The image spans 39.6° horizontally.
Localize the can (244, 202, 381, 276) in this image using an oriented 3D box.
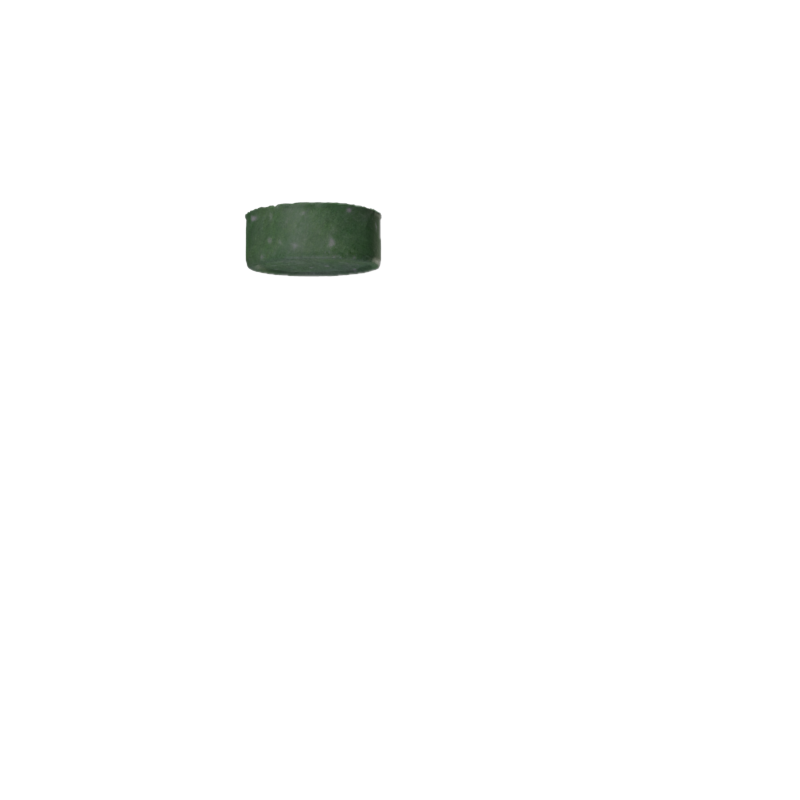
[{"bbox_3d":[-0.054,-0.099,0.692,0.086,0.034,0.085,0,-3,-2],"label":"can"}]
